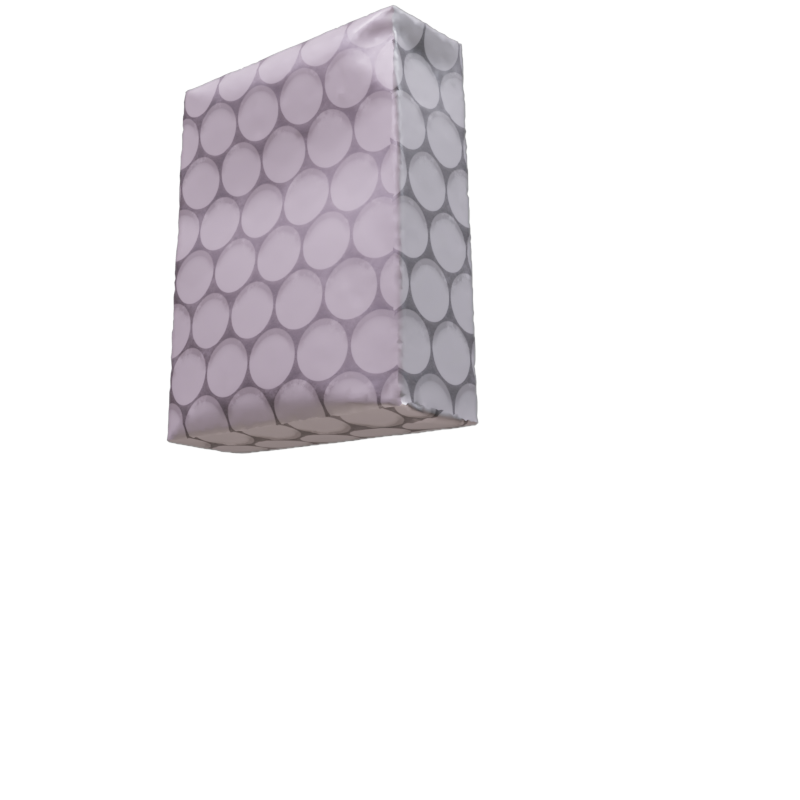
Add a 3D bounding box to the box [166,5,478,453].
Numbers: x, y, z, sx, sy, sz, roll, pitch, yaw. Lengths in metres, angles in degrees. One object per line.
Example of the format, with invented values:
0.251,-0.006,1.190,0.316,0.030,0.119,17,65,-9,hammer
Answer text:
-0.047,-0.086,0.606,0.168,0.222,0.068,-12,-20,36,box
